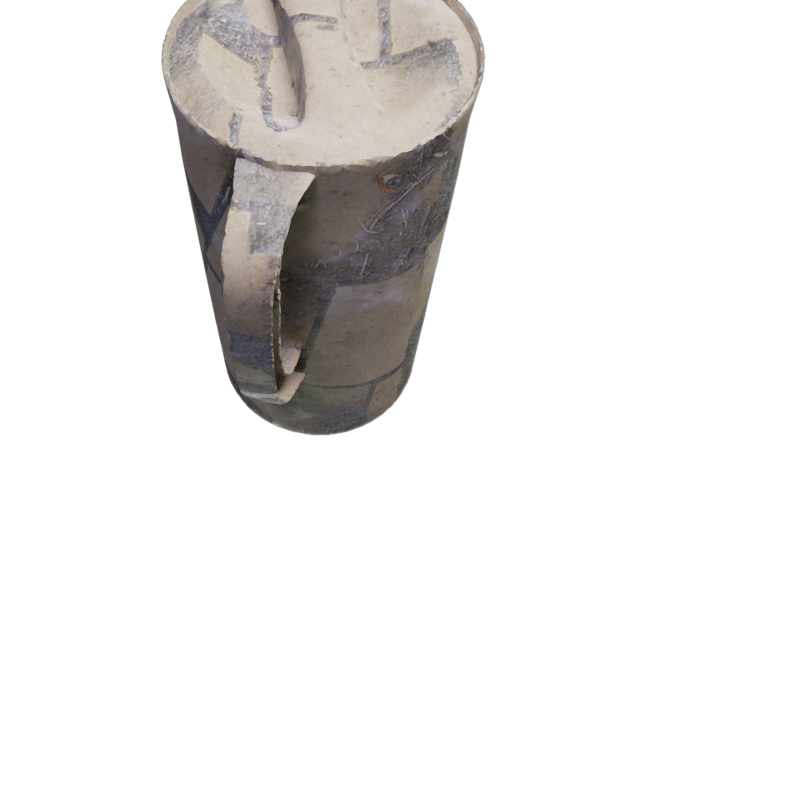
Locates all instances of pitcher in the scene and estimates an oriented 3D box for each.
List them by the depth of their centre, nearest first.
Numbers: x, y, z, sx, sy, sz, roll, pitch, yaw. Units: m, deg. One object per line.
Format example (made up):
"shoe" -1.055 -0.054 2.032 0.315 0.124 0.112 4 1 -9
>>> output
"pitcher" -0.042 -0.077 0.539 0.149 0.155 0.227 -25 -30 -19
